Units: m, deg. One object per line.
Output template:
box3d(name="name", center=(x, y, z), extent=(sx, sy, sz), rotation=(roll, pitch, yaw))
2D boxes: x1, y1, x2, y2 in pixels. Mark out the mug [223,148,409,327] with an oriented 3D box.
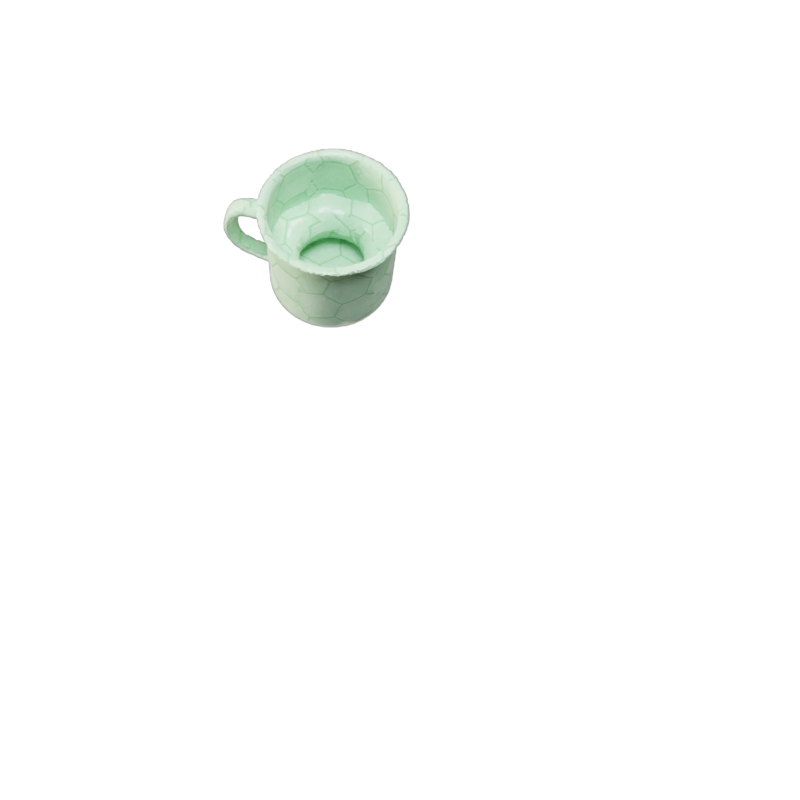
box3d(name="mug", center=(-0.055, -0.101, 0.705), extent=(0.118, 0.098, 0.077), rotation=(9, -29, 4))
